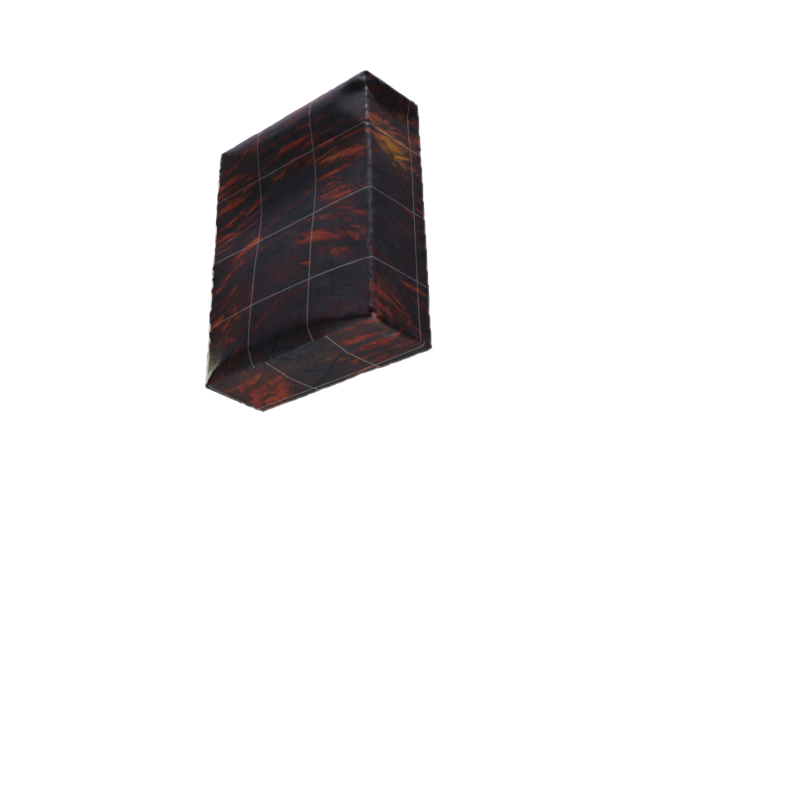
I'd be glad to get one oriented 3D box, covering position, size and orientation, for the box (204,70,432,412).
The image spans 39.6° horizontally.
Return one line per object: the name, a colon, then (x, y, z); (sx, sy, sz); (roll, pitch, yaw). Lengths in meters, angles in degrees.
box: (-0.065, -0.119, 0.830); (0.165, 0.227, 0.067); (-22, -35, 34)
